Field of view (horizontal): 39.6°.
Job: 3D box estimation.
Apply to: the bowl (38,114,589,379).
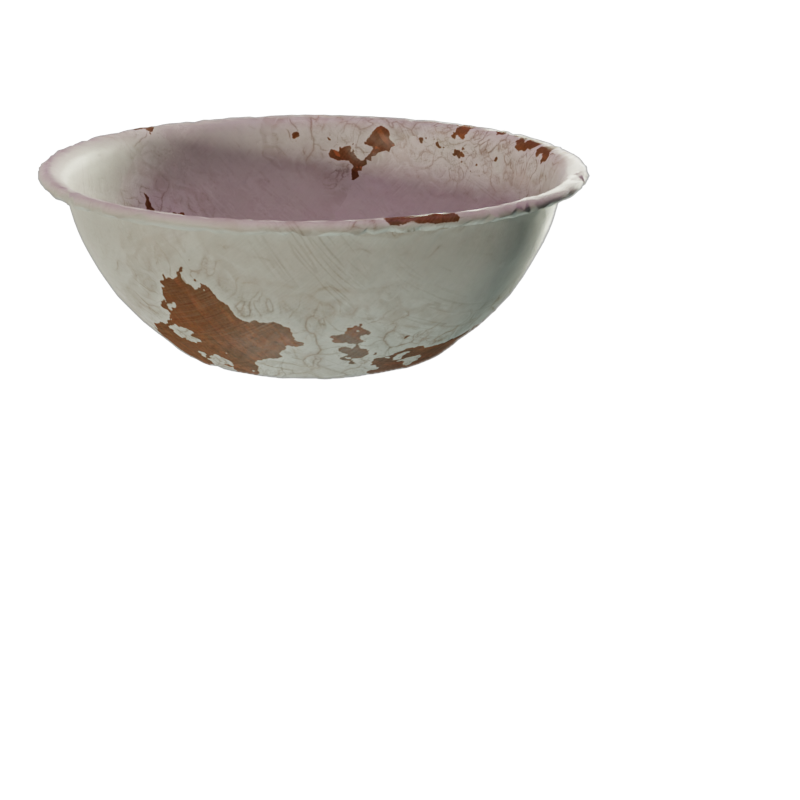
[{"bbox_3d":[-0.027,-0.049,0.340,0.162,0.053,0.169,-1,22,-2],"label":"bowl"}]
